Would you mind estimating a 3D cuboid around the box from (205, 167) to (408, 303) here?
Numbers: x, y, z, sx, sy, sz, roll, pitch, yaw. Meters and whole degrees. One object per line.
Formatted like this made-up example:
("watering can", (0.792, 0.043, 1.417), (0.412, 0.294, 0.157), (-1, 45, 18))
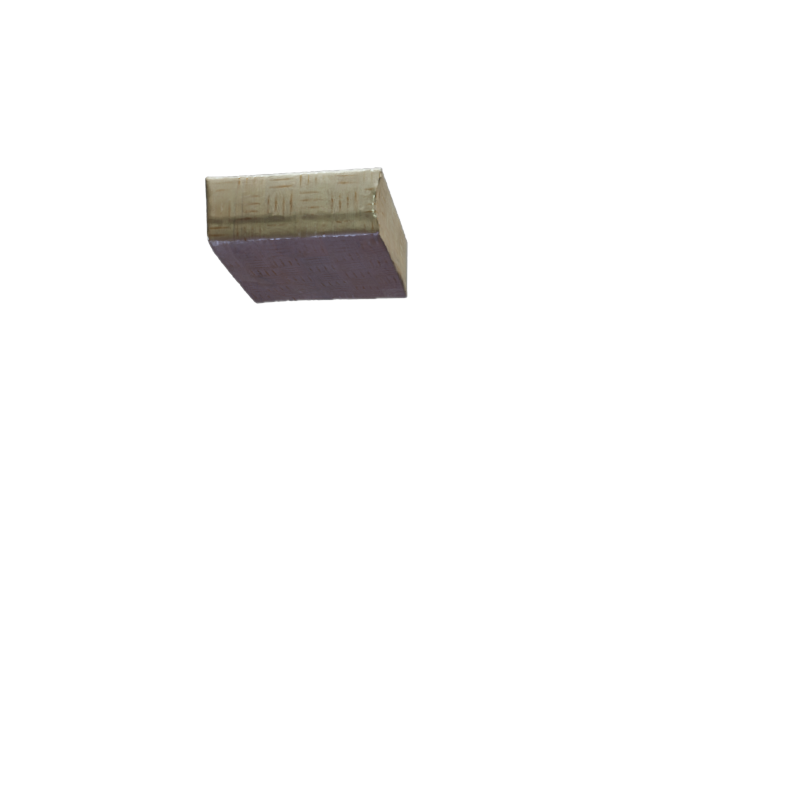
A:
("box", (-0.046, -0.083, 0.584), (0.091, 0.040, 0.108), (-2, -11, 8))
